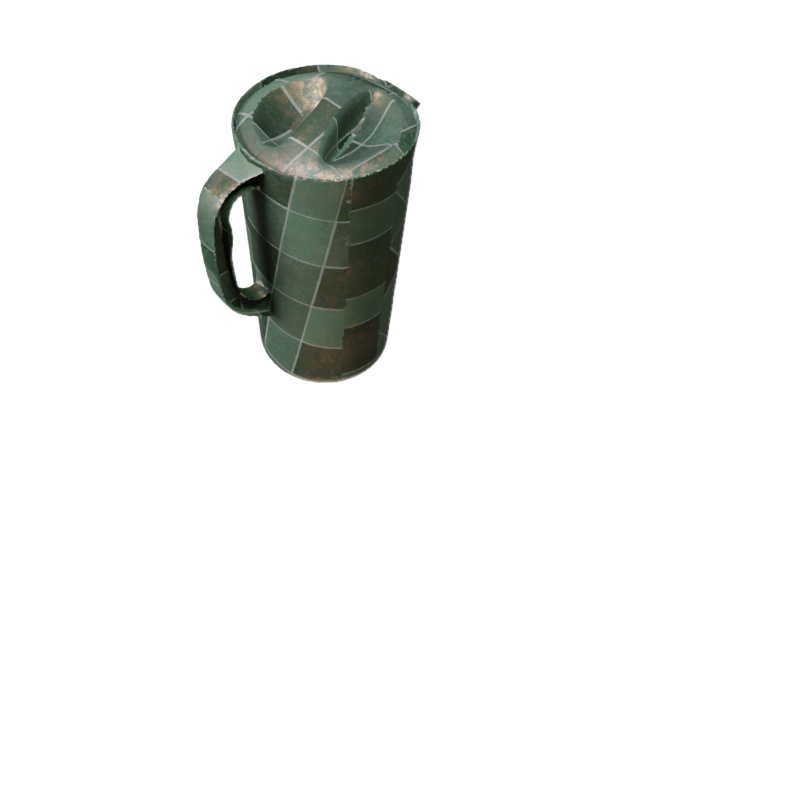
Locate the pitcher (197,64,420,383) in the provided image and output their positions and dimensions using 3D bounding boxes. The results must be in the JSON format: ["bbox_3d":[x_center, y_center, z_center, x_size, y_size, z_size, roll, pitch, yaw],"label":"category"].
[{"bbox_3d":[-0.067,-0.122,0.854,0.150,0.155,0.226,5,-42,2],"label":"pitcher"}]
